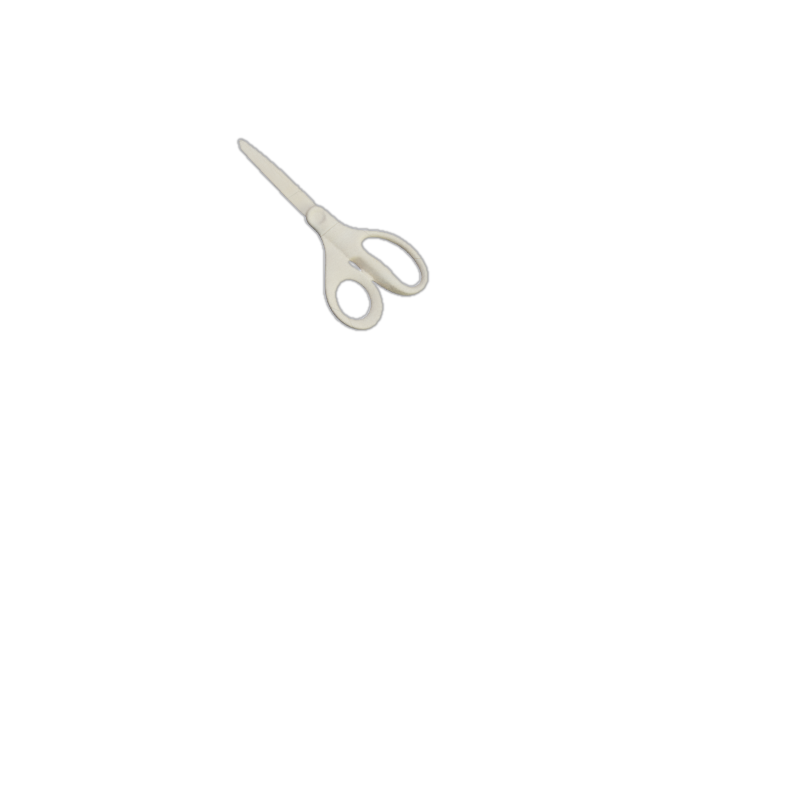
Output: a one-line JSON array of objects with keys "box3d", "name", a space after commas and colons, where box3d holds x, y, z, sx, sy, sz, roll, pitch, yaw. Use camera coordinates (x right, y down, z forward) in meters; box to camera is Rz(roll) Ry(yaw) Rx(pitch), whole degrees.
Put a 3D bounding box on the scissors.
[{"box3d": [-0.073, -0.134, 0.937, 0.205, 0.098, 0.015, 30, -11, 6], "name": "scissors"}]
